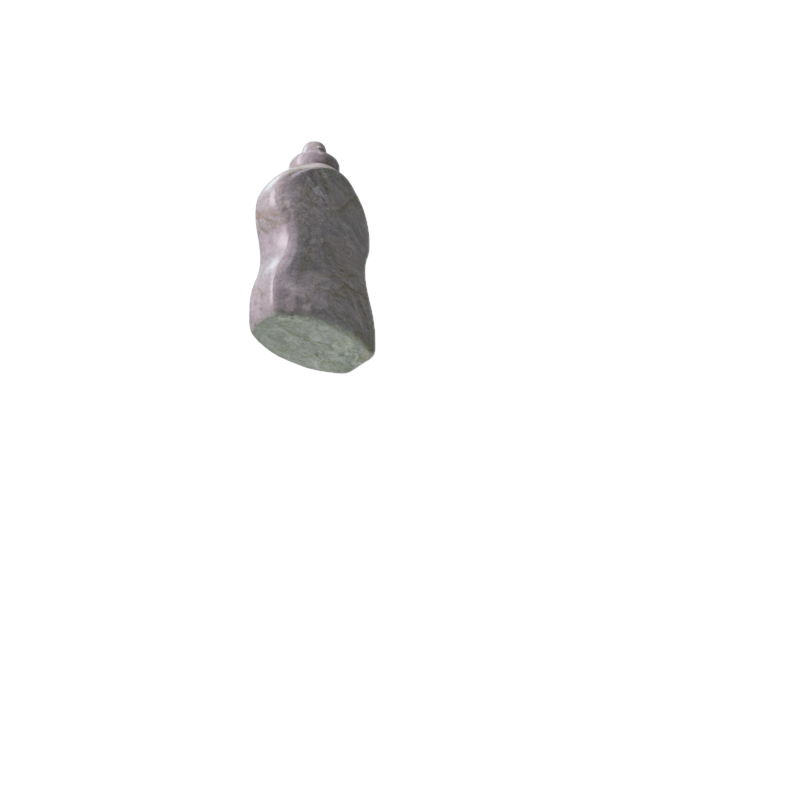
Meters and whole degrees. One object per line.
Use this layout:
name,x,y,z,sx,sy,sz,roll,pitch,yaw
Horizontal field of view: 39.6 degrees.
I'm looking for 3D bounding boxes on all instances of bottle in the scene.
bottle,-0.066,-0.120,0.841,0.091,0.205,0.058,22,-42,-31
